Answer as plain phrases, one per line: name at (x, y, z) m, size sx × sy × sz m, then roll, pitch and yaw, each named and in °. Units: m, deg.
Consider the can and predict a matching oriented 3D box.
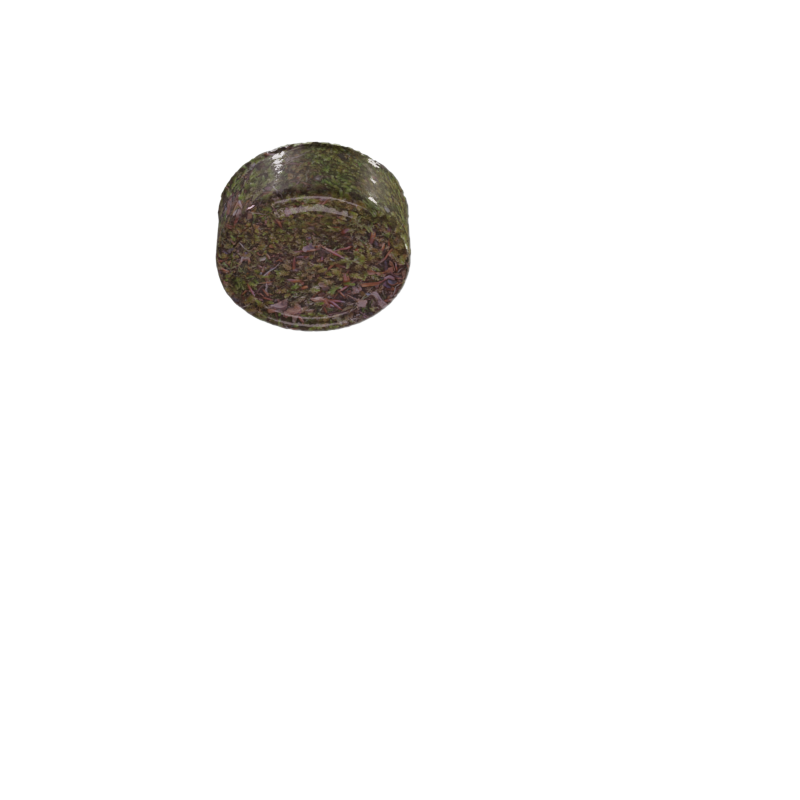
can at (-0.038, -0.070, 0.487) m, size 0.086 × 0.036 × 0.080 m, roll 1°, pitch -43°, yaw -1°
